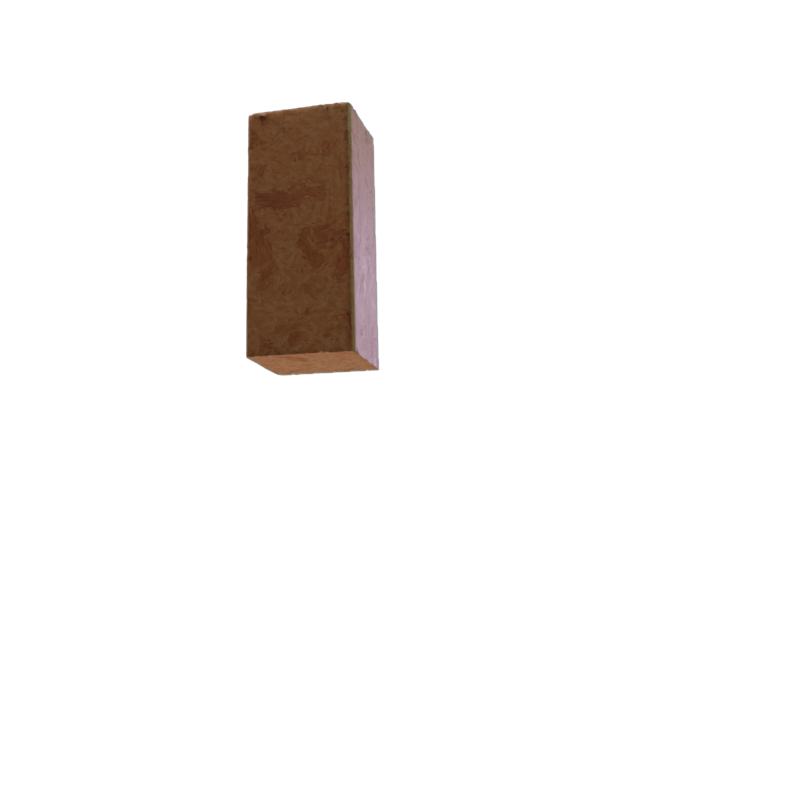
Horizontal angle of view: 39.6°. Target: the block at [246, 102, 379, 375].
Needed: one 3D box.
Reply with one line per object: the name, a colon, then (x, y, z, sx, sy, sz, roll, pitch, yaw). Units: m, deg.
block: (-0.073, -0.132, 0.922, 0.092, 0.214, 0.085, -5, -16, 14)
